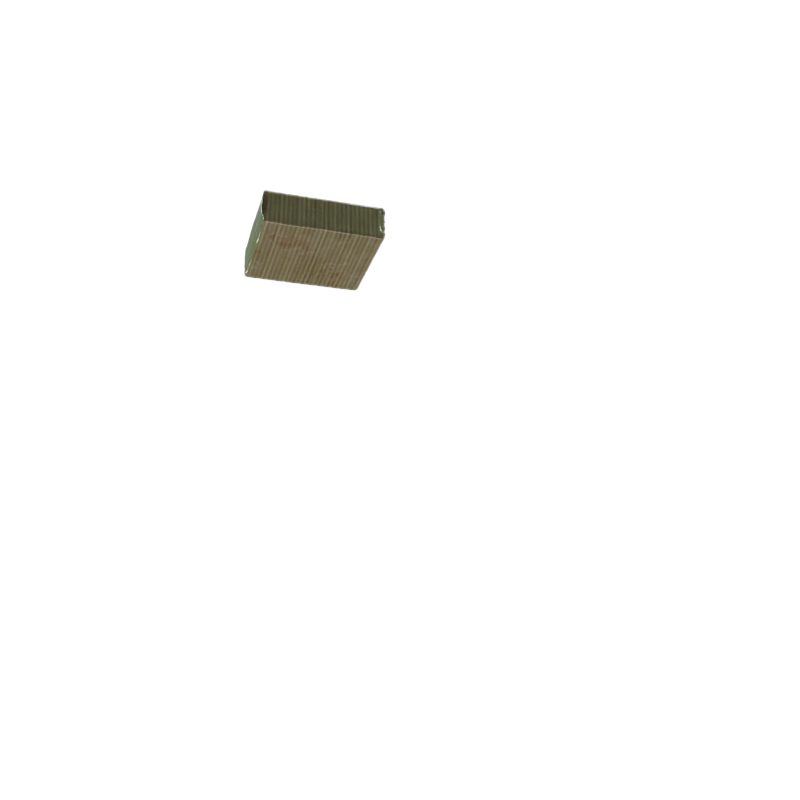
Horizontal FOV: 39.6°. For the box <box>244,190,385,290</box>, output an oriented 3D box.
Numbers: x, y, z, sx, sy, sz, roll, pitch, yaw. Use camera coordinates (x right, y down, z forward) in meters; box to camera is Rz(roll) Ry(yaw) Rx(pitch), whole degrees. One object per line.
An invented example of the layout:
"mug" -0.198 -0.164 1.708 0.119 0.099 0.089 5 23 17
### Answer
"box" -0.062 -0.114 0.798 0.088 0.032 0.070 7 -30 -13
